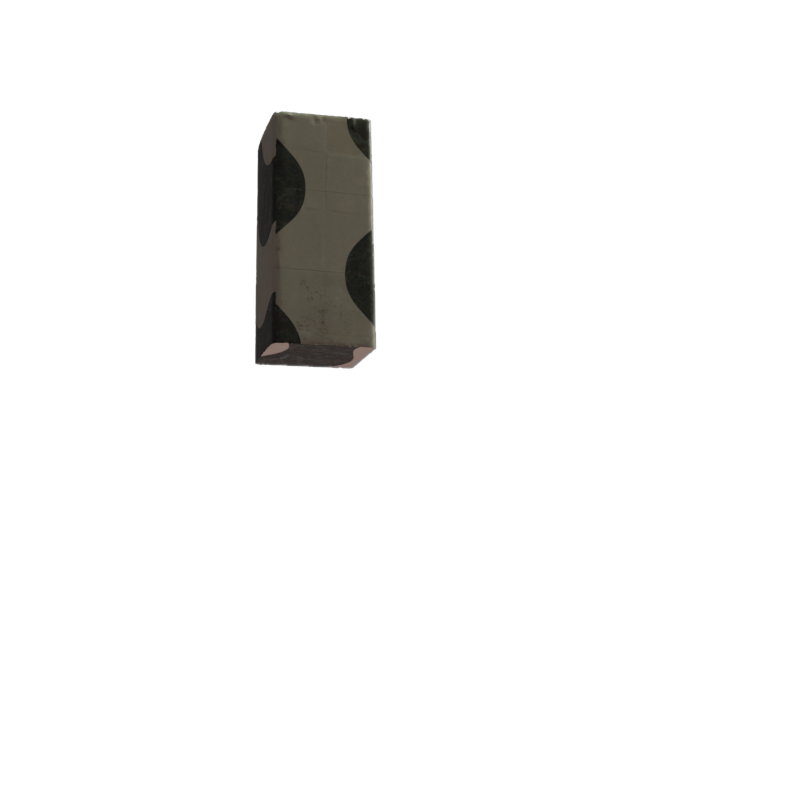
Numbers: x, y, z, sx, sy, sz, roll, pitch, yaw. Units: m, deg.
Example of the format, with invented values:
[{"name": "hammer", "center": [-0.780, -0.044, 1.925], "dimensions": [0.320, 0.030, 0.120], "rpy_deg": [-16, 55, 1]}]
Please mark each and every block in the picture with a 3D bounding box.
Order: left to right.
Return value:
[{"name": "block", "center": [-0.077, -0.140, 0.976], "dimensions": [0.089, 0.215, 0.088], "rpy_deg": [3, -17, -14]}]
